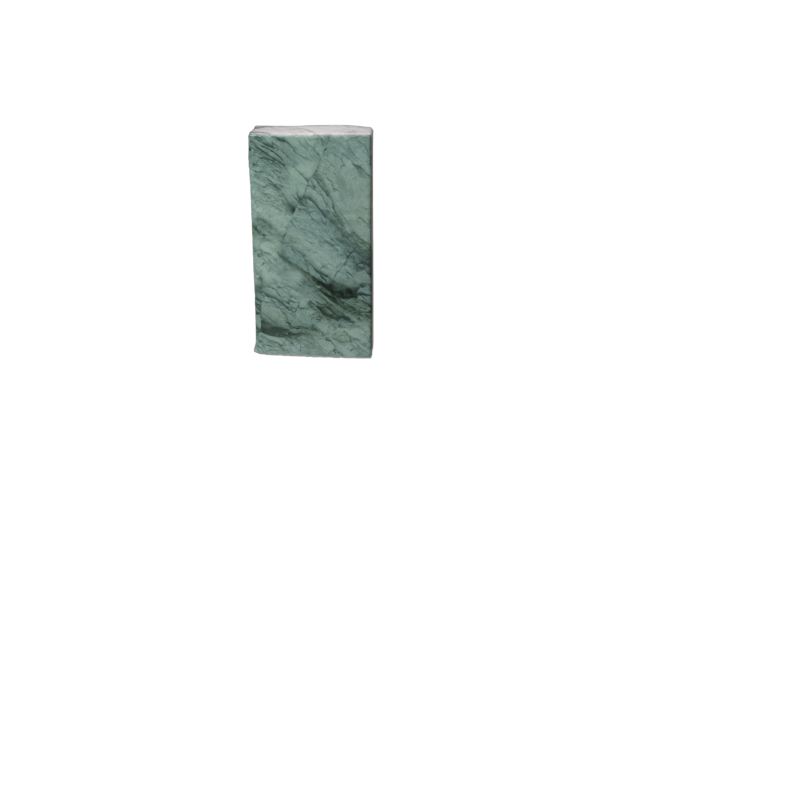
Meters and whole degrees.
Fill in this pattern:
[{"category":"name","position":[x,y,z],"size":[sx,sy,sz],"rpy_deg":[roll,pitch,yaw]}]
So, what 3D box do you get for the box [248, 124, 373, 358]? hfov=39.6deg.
[{"category":"box","position":[-0.066,-0.121,0.848],"size":[0.094,0.170,0.049],"rpy_deg":[2,14,4]}]
